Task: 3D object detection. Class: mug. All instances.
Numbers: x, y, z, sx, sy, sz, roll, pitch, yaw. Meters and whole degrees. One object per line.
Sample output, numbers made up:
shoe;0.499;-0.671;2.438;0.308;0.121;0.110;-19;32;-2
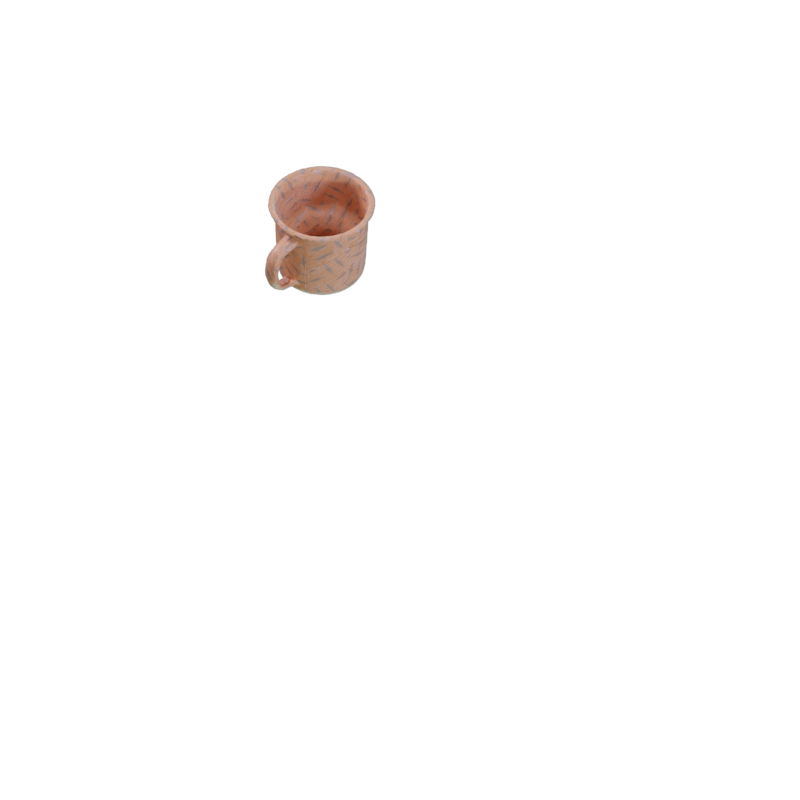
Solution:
mug;-0.077;-0.140;0.984;0.098;0.076;0.120;29;55;21
